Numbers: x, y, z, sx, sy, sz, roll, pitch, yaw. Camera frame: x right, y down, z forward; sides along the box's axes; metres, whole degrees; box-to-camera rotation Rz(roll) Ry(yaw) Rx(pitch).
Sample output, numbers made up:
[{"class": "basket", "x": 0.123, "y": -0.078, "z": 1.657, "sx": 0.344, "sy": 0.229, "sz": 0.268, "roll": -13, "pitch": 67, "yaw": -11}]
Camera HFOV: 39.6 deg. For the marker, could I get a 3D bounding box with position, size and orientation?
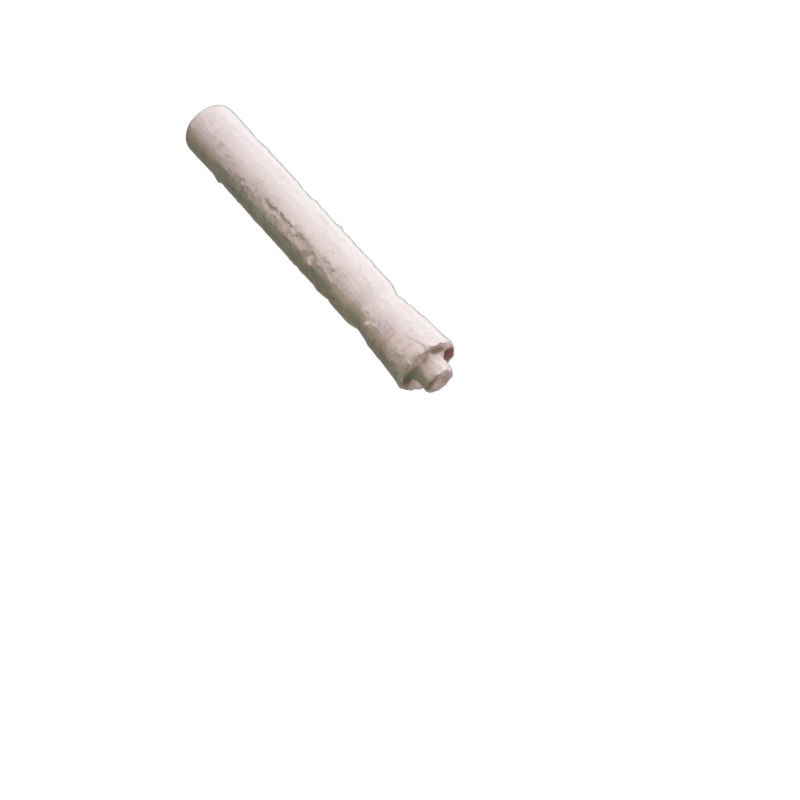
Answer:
[{"class": "marker", "x": -0.026, "y": -0.047, "z": 0.331, "sx": 0.019, "sy": 0.019, "sz": 0.130, "roll": -3, "pitch": 43, "yaw": -47}]
